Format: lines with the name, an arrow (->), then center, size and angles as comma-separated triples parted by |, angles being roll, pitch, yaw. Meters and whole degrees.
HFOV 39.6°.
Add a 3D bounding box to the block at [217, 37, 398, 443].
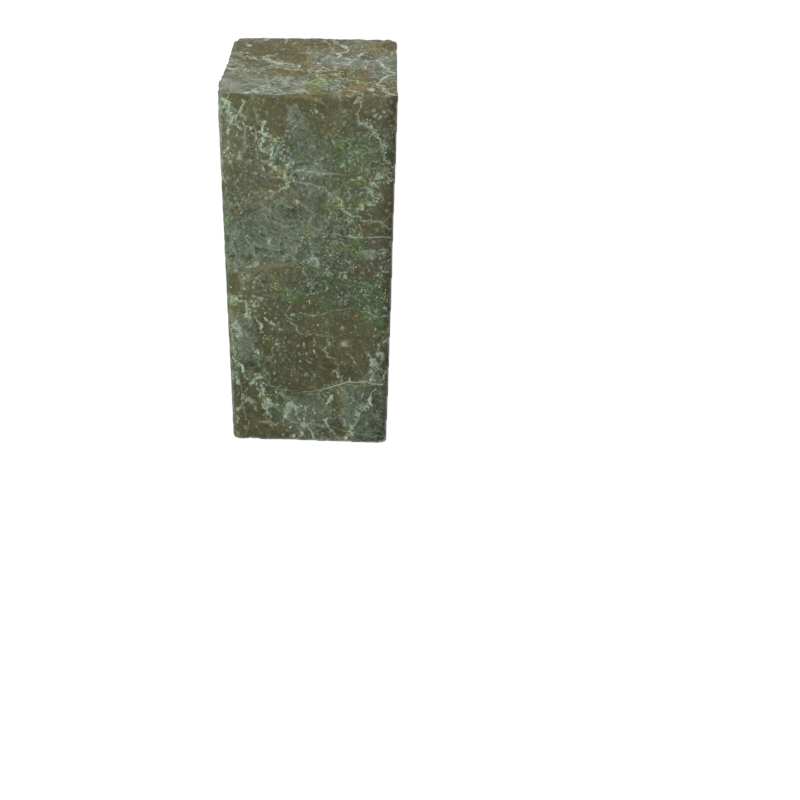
block -> -0.049, -0.088, 0.615 | 0.090, 0.194, 0.096 | 2, 31, -1
